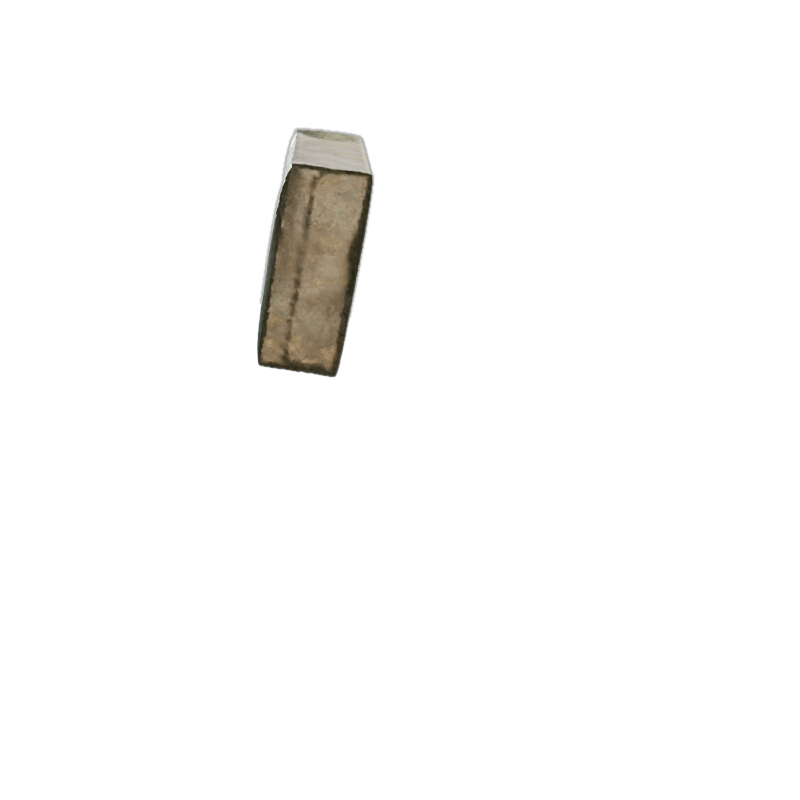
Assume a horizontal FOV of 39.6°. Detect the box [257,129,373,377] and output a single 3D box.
[{"bbox_3d":[-0.073,-0.134,0.939,0.071,0.159,0.222,9,17,-7],"label":"box"}]
